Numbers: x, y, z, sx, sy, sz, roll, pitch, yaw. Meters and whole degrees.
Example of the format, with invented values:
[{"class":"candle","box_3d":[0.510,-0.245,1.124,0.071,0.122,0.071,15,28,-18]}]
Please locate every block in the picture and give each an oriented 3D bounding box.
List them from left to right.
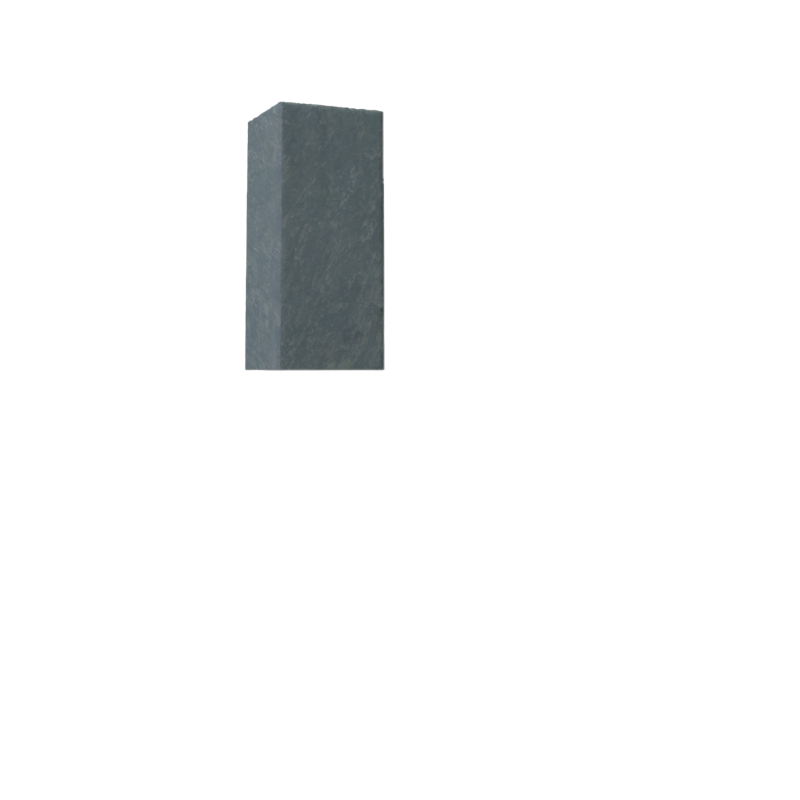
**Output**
[{"class":"block","box_3d":[-0.070,-0.128,0.896,0.088,0.209,0.092,2,-5,-23]}]
